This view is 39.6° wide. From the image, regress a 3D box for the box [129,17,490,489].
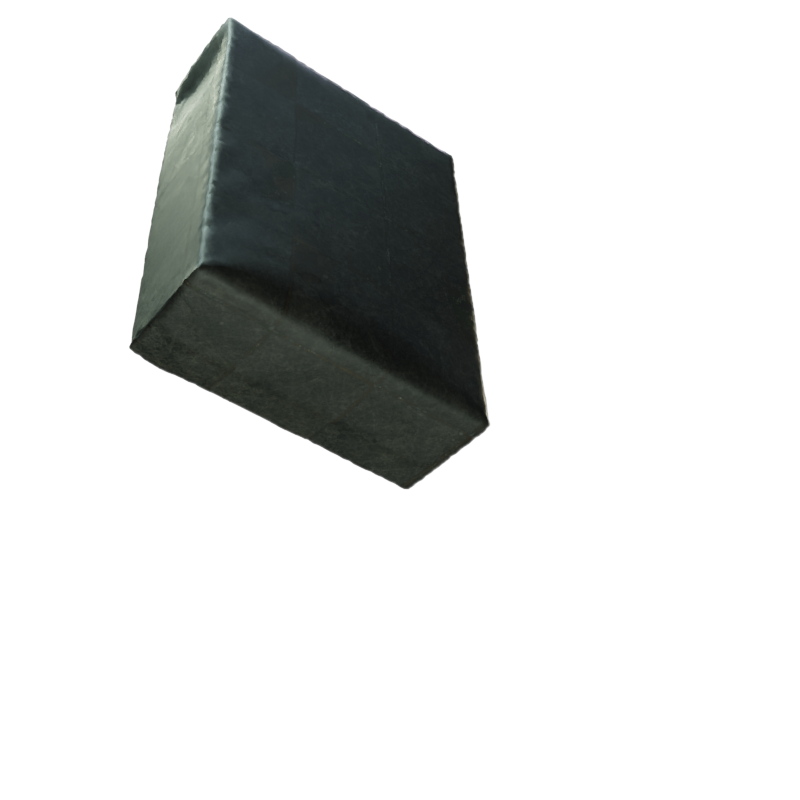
[{"bbox_3d":[-0.045,-0.082,0.577,0.156,0.230,0.070,27,-53,-26],"label":"box"}]
